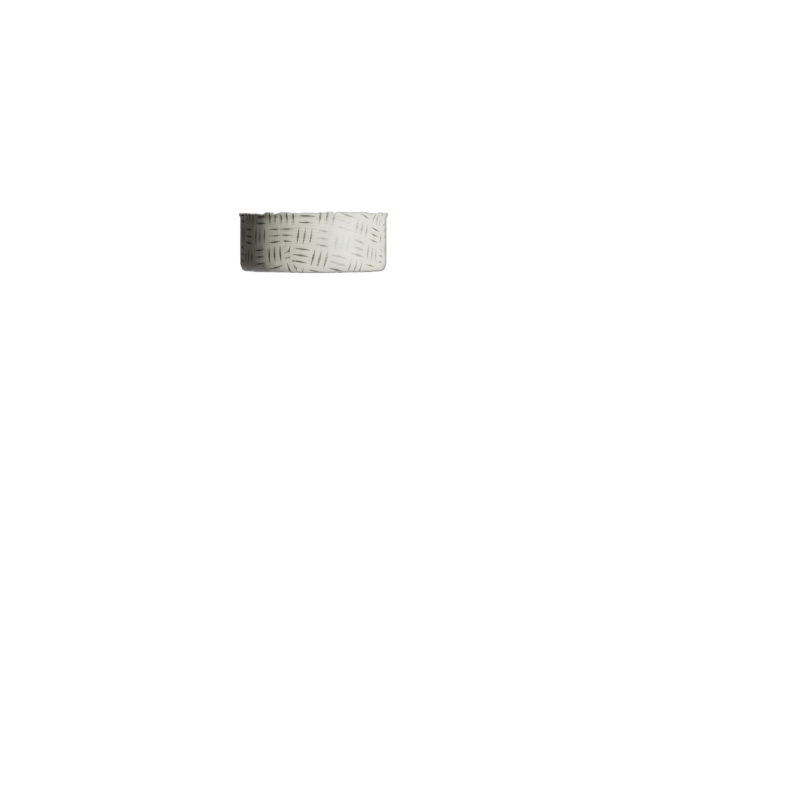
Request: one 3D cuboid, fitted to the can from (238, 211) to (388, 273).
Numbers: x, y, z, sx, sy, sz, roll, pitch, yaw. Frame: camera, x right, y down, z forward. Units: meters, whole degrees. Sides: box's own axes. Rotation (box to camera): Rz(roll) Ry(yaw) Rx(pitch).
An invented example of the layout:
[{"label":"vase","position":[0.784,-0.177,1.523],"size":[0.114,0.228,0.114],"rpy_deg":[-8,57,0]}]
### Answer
[{"label":"can","position":[-0.050,-0.091,0.639],"size":[0.086,0.033,0.087],"rpy_deg":[0,8,-2]}]
